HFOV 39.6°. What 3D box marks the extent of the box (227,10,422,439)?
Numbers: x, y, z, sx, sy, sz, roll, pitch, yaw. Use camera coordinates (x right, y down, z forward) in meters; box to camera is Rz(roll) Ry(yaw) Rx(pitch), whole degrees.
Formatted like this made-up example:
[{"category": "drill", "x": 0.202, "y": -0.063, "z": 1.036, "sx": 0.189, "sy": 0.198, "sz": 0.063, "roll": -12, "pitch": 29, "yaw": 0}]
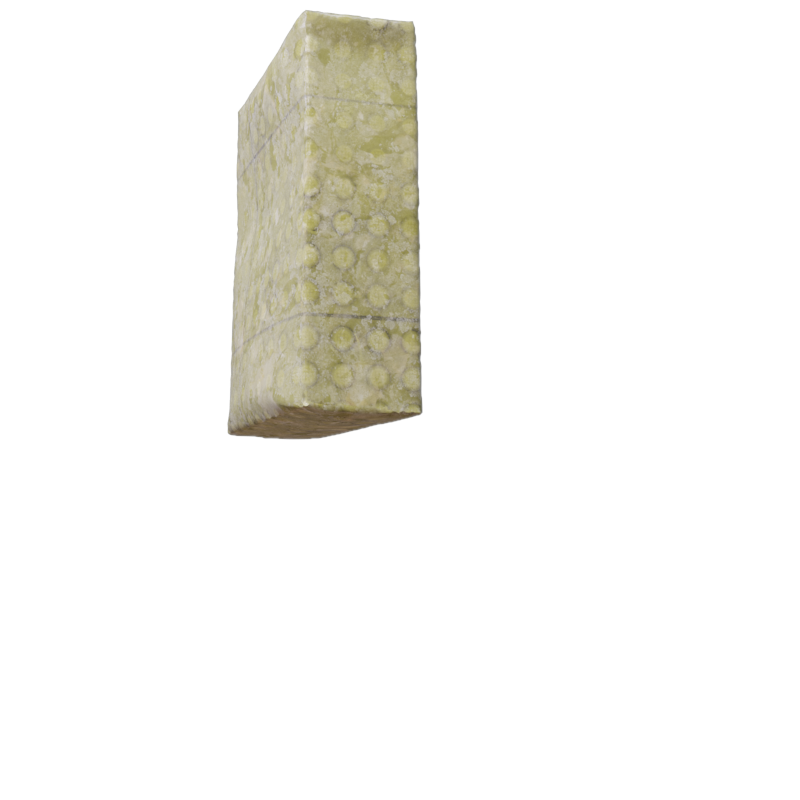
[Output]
[{"category": "box", "x": -0.050, "y": -0.091, "z": 0.635, "sx": 0.070, "sy": 0.220, "sz": 0.164, "roll": 4, "pitch": -12, "yaw": -20}]
